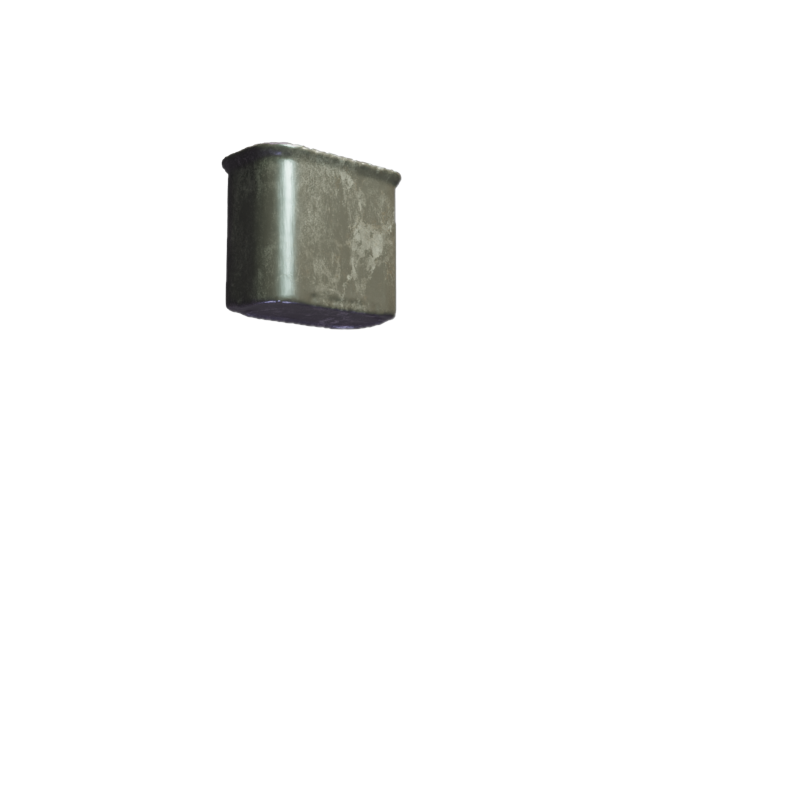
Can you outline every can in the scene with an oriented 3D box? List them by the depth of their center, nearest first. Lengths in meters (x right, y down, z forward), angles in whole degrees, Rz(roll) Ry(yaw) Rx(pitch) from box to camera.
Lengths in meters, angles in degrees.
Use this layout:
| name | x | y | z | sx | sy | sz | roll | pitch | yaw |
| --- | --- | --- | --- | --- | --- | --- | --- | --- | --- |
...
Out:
| name | x | y | z | sx | sy | sz | roll | pitch | yaw |
| --- | --- | --- | --- | --- | --- | --- | --- | --- | --- |
| can | -0.047 | -0.086 | 0.605 | 0.097 | 0.086 | 0.059 | 7 | -14 | -41 |
